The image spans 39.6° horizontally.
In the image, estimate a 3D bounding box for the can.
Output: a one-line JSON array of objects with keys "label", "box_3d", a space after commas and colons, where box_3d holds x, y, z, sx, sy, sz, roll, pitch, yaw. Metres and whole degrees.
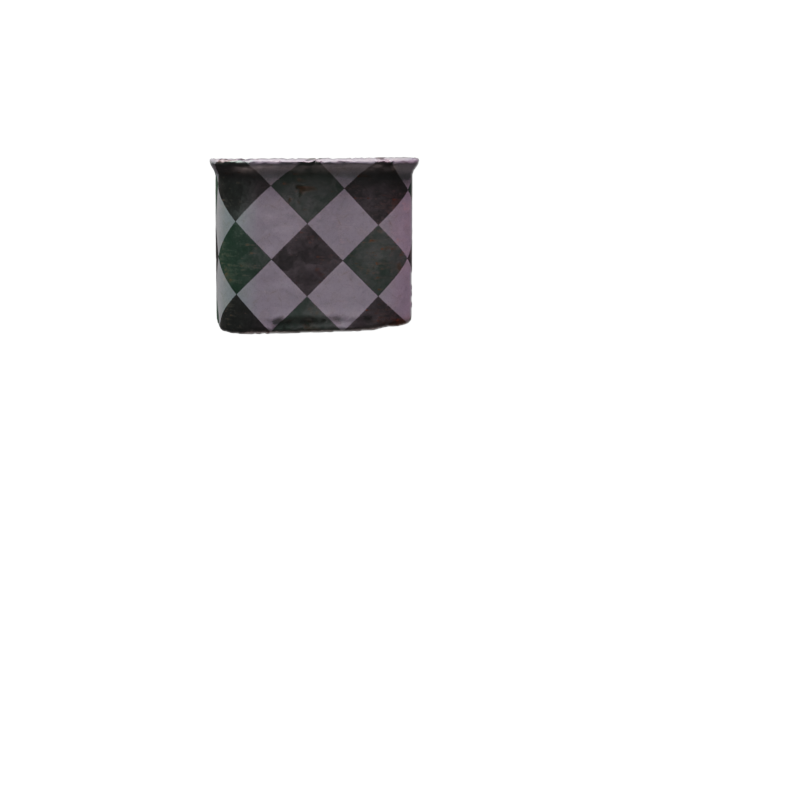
[{"label": "can", "box_3d": [-0.043, -0.079, 0.553, 0.101, 0.083, 0.059, -2, 8, -10]}]
